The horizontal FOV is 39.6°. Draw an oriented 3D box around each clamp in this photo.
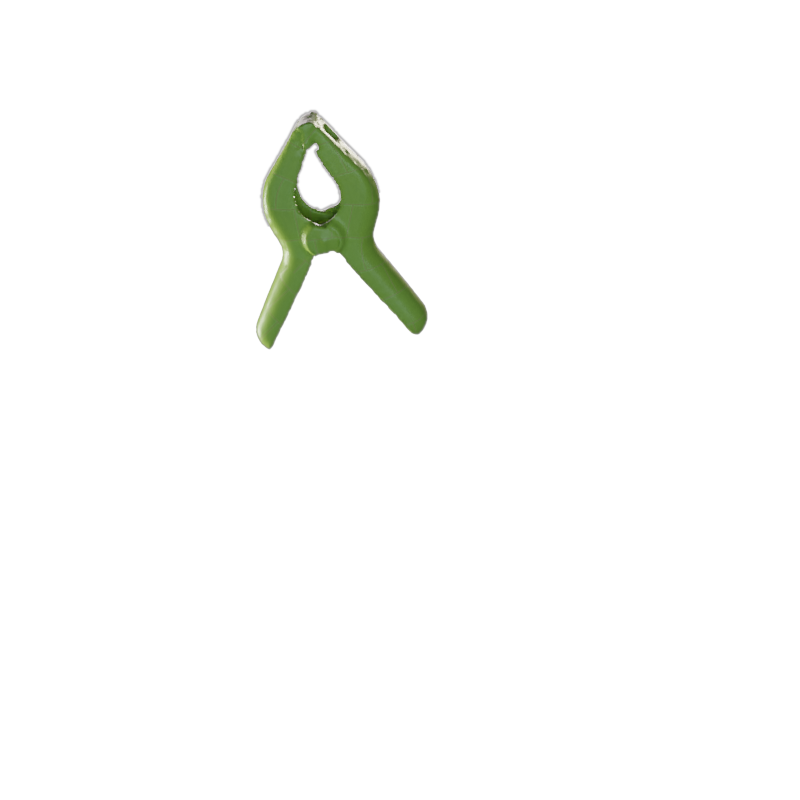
[{"bbox_3d":[-0.059,-0.108,0.758,0.120,0.163,0.041,-16,20,5],"label":"clamp"}]
